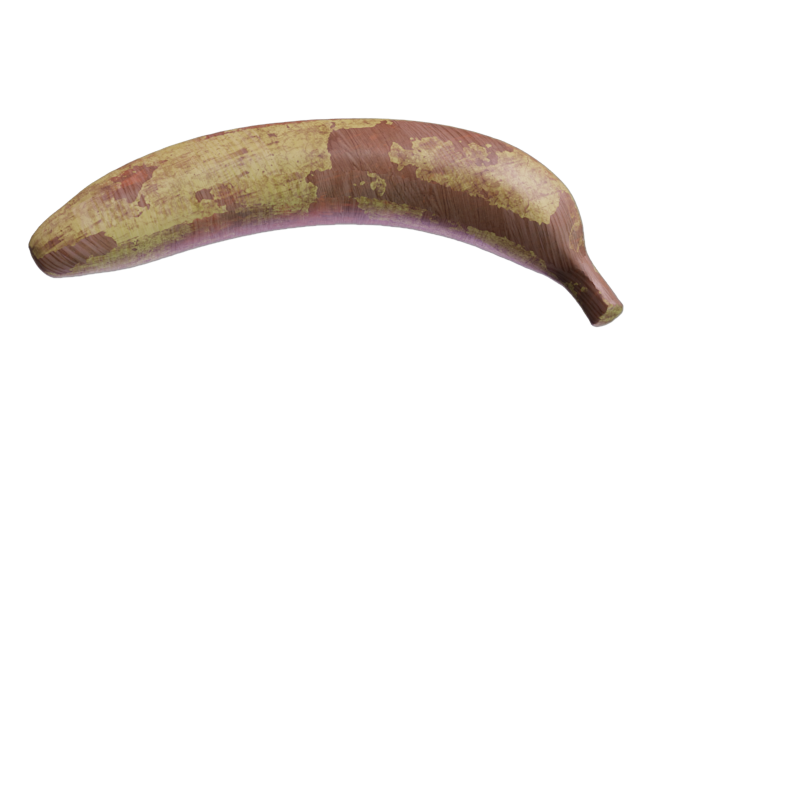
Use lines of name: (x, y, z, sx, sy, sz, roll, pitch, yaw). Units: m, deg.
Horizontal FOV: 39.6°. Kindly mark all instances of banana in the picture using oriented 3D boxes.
banana: (-0.024, -0.068, 0.380, 0.199, 0.074, 0.034, 4, -39, 3)
